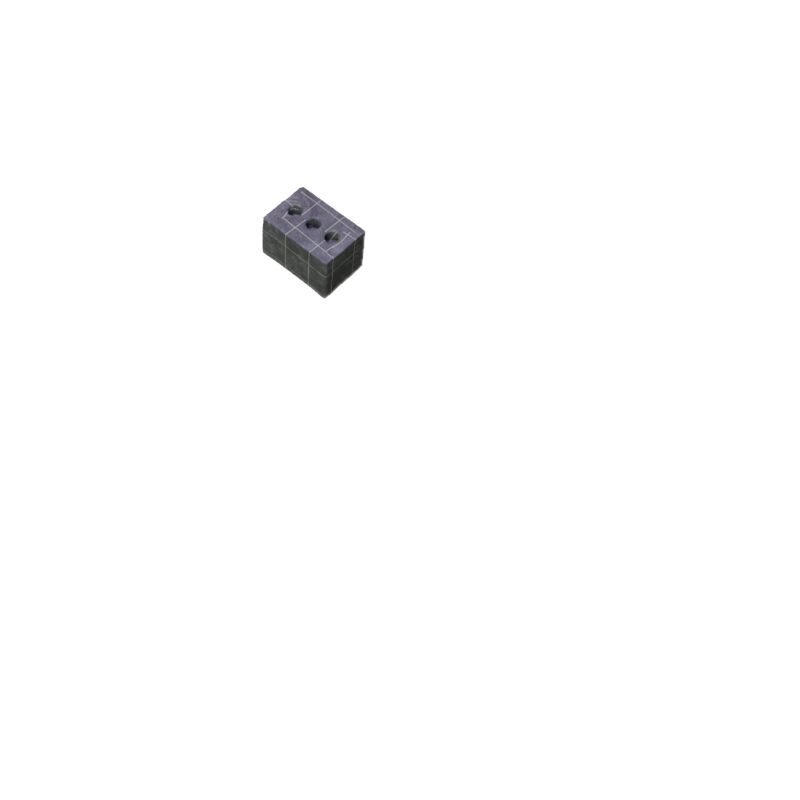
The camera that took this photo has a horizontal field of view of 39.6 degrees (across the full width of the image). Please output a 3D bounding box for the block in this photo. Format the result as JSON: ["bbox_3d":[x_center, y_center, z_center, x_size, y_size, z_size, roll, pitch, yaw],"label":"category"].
[{"bbox_3d":[-0.076,-0.139,0.973,0.082,0.053,0.048,37,-29,22],"label":"block"}]
